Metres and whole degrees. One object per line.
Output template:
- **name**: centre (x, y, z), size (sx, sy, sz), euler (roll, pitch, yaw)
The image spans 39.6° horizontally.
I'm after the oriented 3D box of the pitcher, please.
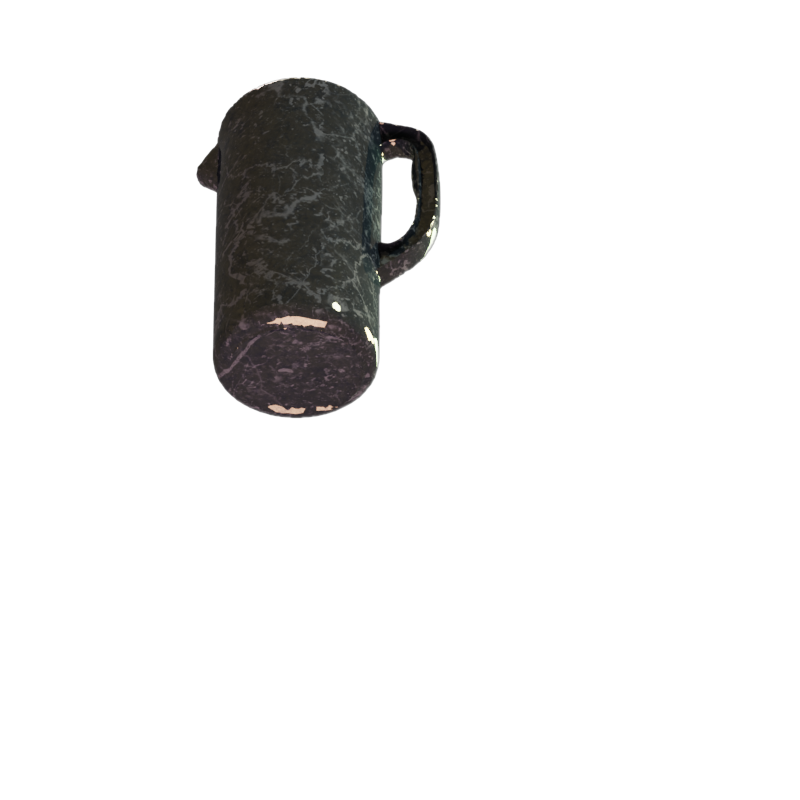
- **pitcher**: centre (-0.062, -0.113, 0.795), size (0.138, 0.261, 0.146), euler (25, -50, -27)
